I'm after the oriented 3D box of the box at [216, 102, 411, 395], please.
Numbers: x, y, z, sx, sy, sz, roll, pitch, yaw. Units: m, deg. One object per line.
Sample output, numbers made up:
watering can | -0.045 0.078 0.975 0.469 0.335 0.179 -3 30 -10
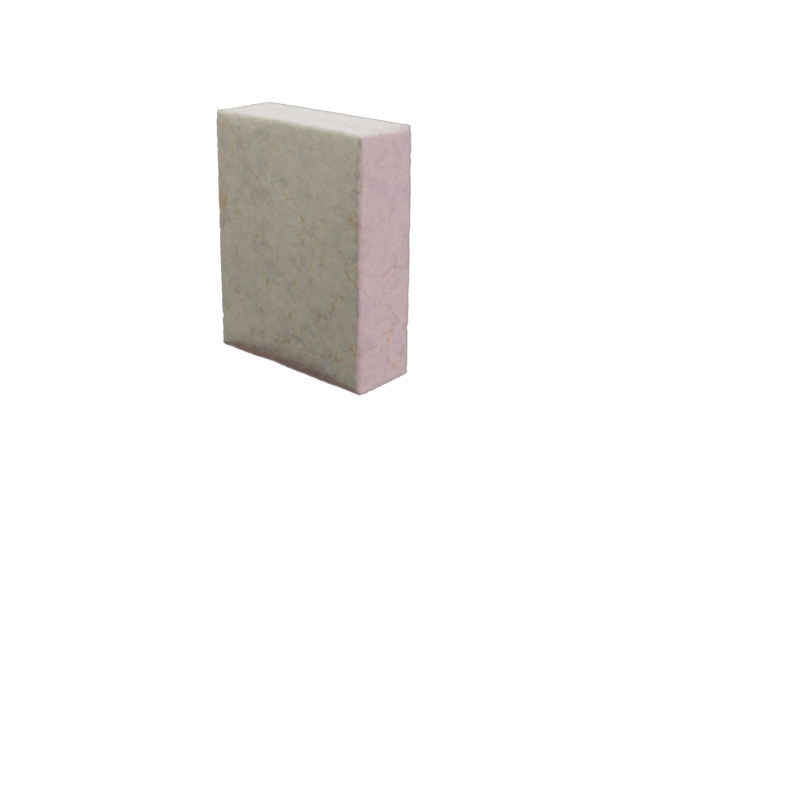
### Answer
box | -0.072 -0.132 0.925 0.174 0.205 0.071 18 25 39
